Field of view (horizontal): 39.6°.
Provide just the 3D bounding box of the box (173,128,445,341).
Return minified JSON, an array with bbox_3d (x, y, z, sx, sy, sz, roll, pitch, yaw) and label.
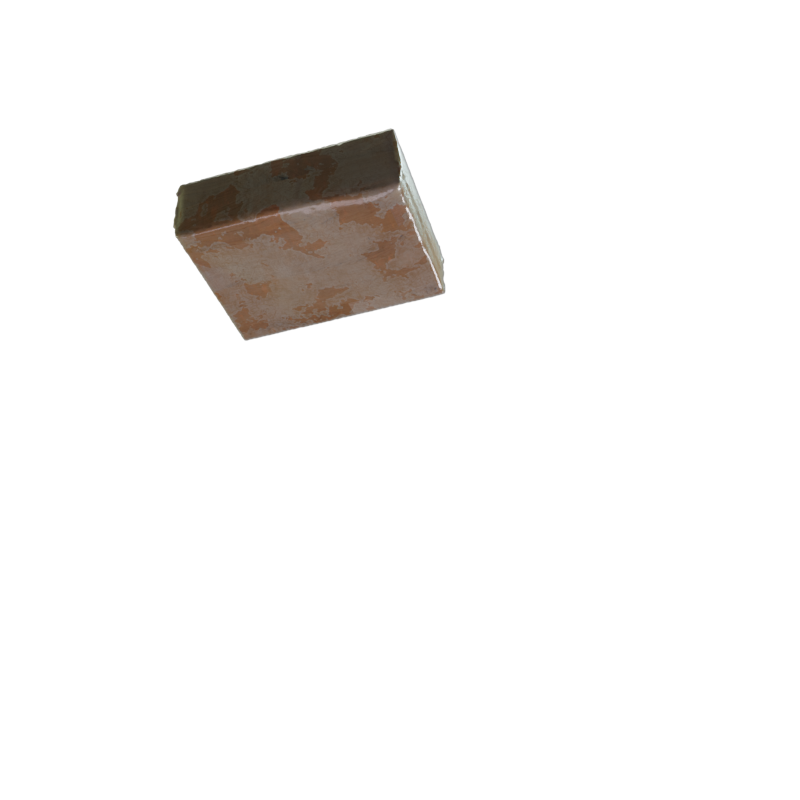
[{"bbox_3d":[-0.043,-0.078,0.548,0.115,0.042,0.083,-10,-37,14],"label":"box"}]
